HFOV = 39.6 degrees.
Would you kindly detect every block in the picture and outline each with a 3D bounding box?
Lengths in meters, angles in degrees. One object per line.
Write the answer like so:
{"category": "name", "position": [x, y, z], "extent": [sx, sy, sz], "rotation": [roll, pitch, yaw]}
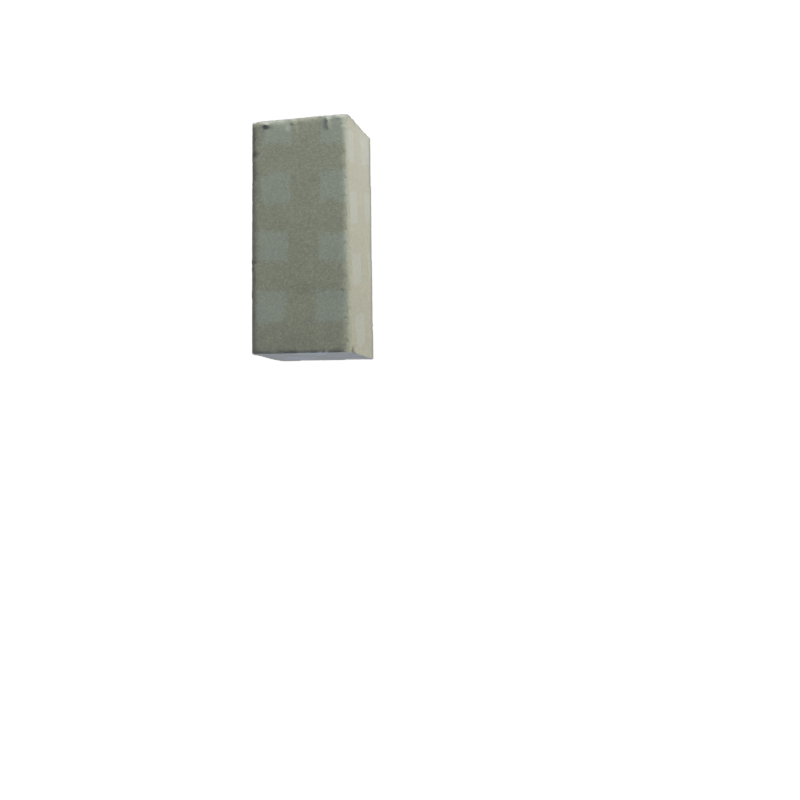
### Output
{"category": "block", "position": [-0.078, -0.142, 0.993], "extent": [0.092, 0.211, 0.087], "rotation": [-3, -9, 14]}
